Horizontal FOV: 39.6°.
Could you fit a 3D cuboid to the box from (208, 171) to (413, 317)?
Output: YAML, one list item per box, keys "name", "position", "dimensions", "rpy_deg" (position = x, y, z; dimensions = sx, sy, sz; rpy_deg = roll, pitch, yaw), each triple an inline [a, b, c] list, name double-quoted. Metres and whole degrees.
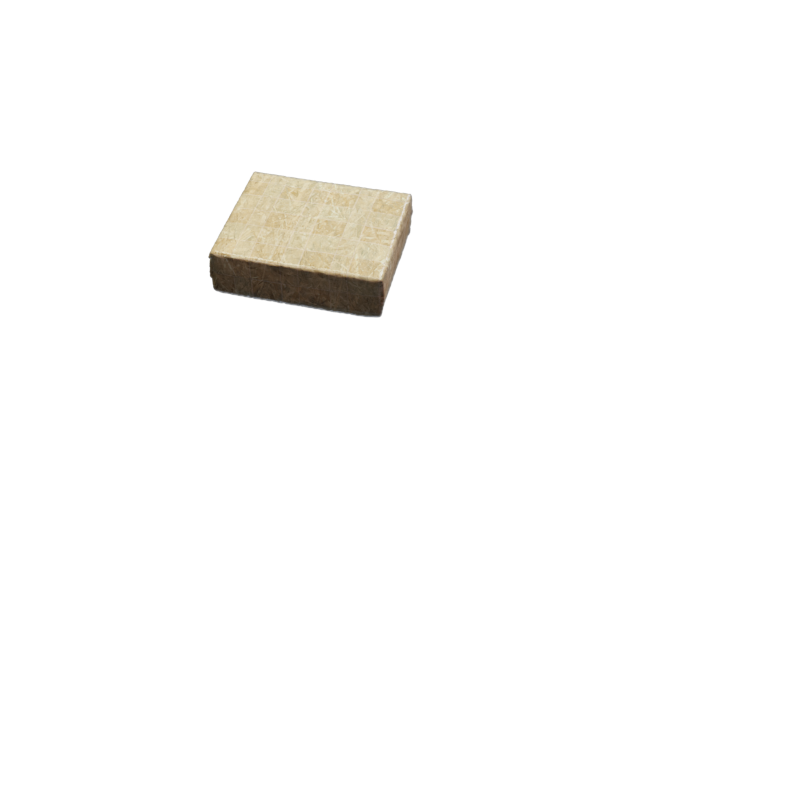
- name: "box"
  position: [-0.056, -0.102, 0.715]
  dimensions: [0.116, 0.036, 0.095]
  rpy_deg: [11, 46, 10]
